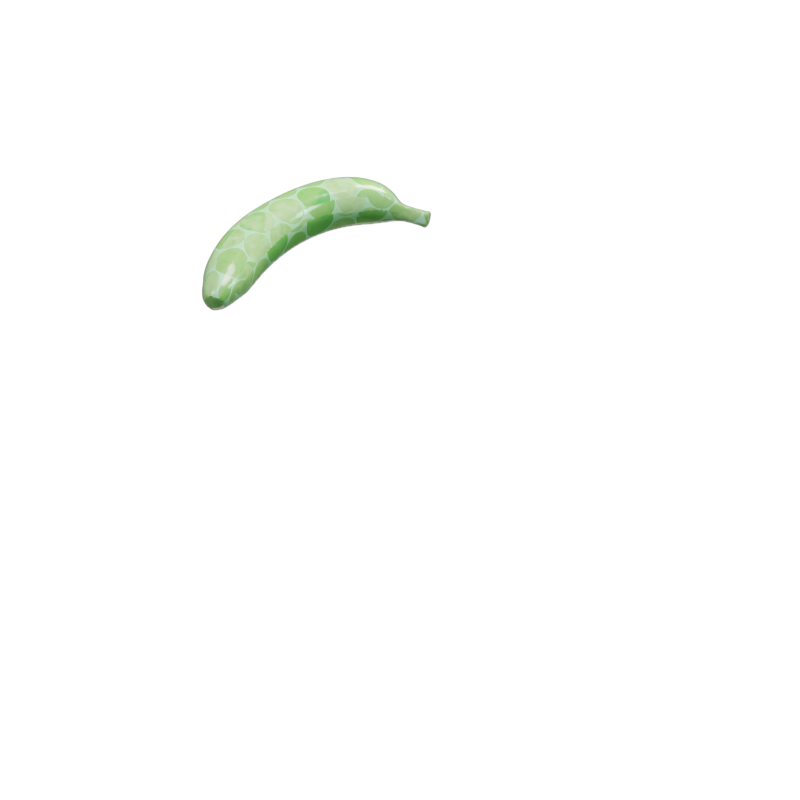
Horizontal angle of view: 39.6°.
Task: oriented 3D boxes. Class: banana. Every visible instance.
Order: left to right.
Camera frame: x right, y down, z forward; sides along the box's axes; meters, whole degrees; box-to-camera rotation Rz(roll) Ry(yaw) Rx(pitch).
[{"bbox_3d":[-0.069,-0.118,0.770,0.197,0.034,0.074,-29,44,-34],"label":"banana"}]
